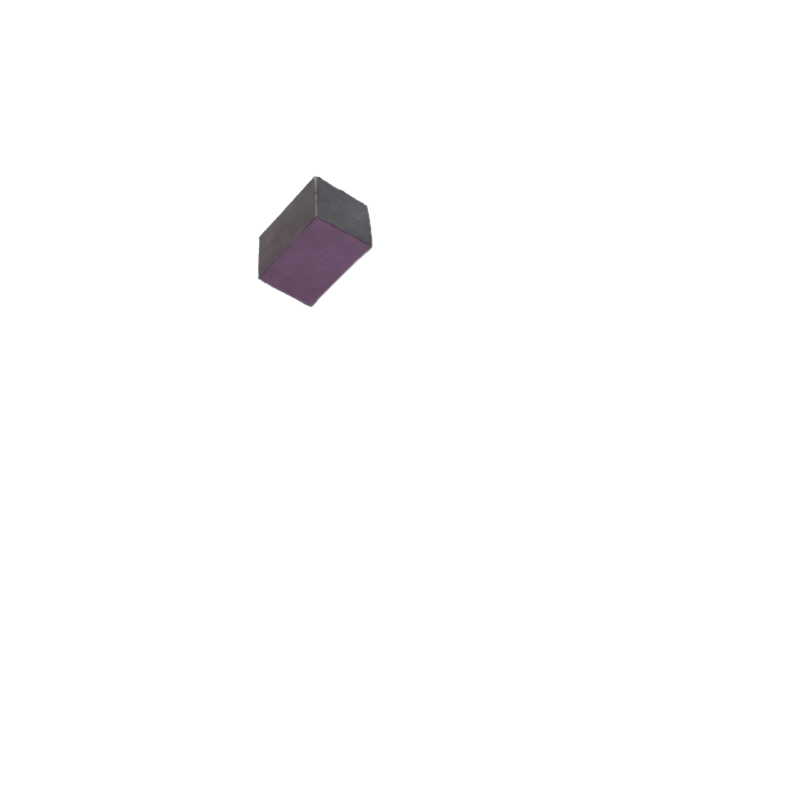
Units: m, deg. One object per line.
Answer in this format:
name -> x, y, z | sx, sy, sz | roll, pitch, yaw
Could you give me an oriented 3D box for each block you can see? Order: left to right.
block -> -0.066, -0.120, 0.838 | 0.050, 0.055, 0.076 | 29, -53, -28
